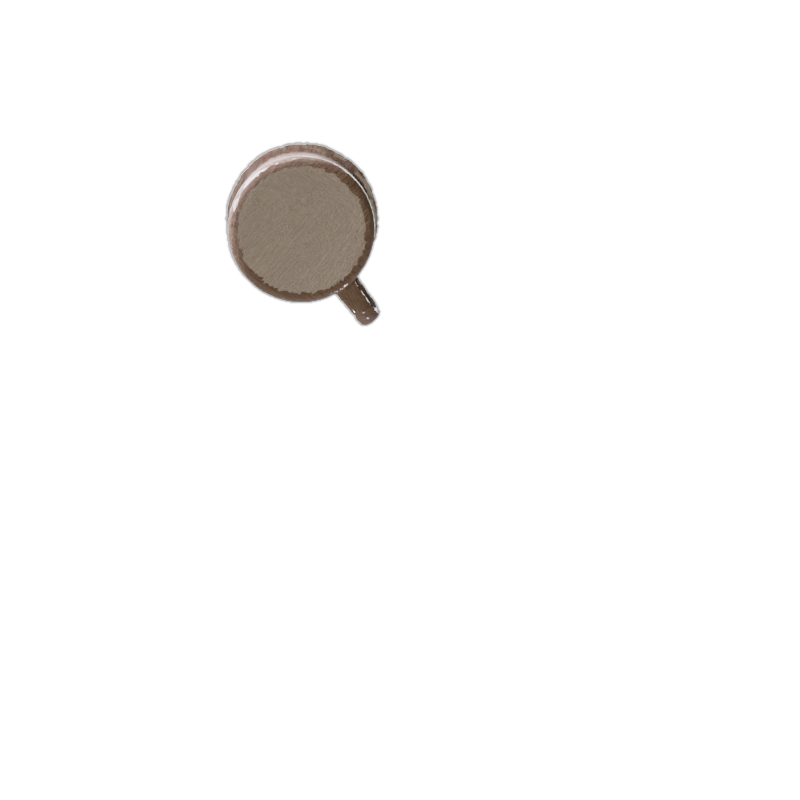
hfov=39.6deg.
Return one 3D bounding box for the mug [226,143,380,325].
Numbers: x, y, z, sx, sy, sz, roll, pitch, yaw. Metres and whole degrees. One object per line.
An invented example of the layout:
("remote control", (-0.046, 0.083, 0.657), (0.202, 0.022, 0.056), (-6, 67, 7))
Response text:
("mug", (-0.050, -0.092, 0.644), (0.093, 0.115, 0.083), (-33, 8, 3))
